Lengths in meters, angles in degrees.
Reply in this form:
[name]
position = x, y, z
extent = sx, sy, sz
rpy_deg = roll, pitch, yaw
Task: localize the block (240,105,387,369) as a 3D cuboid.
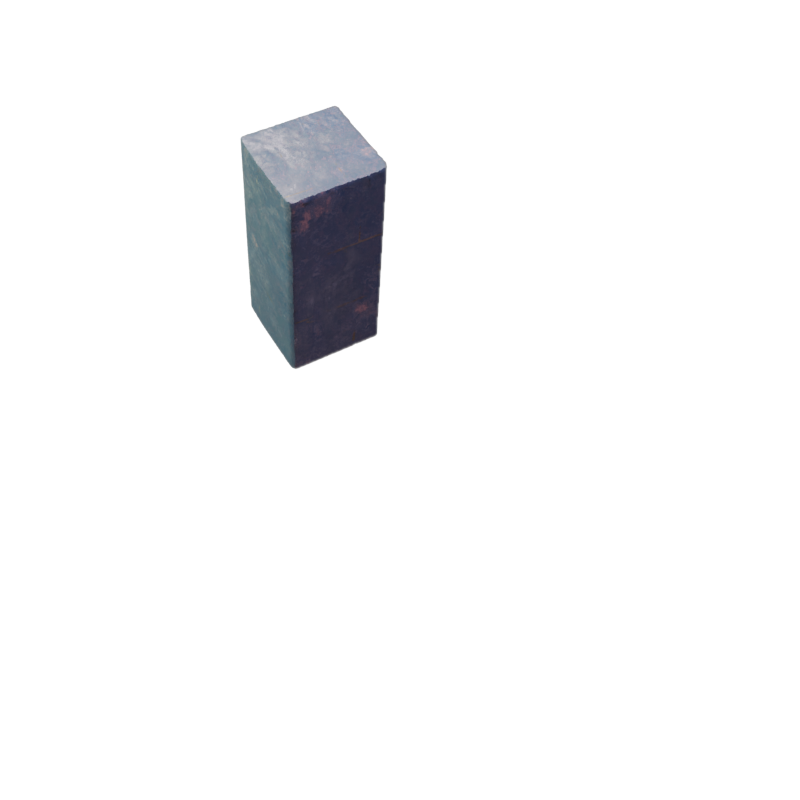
[block]
position = -0.074, -0.135, 0.947
extent = 0.090, 0.097, 0.192
rpy_deg = -22, -35, -20
